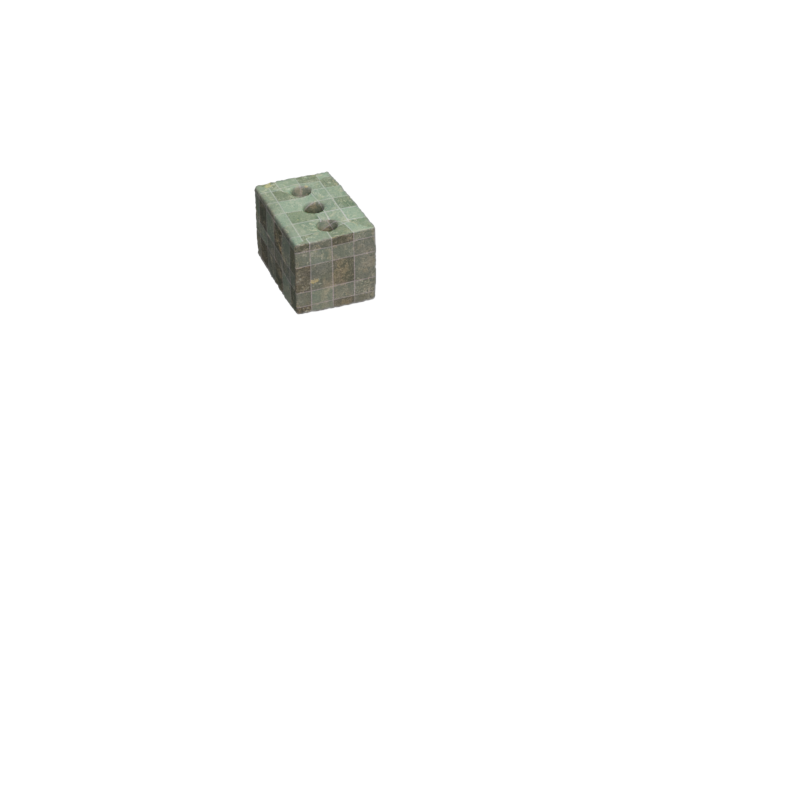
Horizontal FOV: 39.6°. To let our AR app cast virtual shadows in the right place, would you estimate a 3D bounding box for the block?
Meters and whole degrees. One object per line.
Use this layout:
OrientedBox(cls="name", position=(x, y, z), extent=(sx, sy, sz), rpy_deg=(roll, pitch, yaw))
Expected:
OrientedBox(cls="block", position=(-0.054, -0.098, 0.688), extent=(0.052, 0.048, 0.084), rpy_deg=(-14, 39, -20))
